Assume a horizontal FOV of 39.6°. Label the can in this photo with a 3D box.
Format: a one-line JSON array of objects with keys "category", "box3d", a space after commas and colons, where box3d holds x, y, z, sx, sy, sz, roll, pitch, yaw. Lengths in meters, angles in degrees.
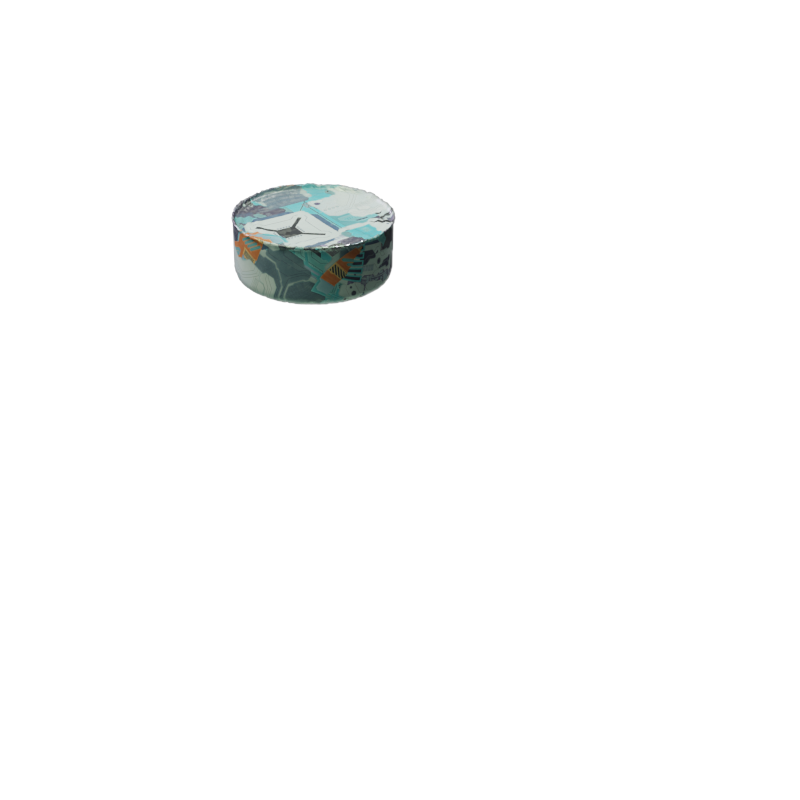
[{"category": "can", "box3d": [-0.046, -0.084, 0.588, 0.086, 0.032, 0.091, -1, 30, -2]}]
